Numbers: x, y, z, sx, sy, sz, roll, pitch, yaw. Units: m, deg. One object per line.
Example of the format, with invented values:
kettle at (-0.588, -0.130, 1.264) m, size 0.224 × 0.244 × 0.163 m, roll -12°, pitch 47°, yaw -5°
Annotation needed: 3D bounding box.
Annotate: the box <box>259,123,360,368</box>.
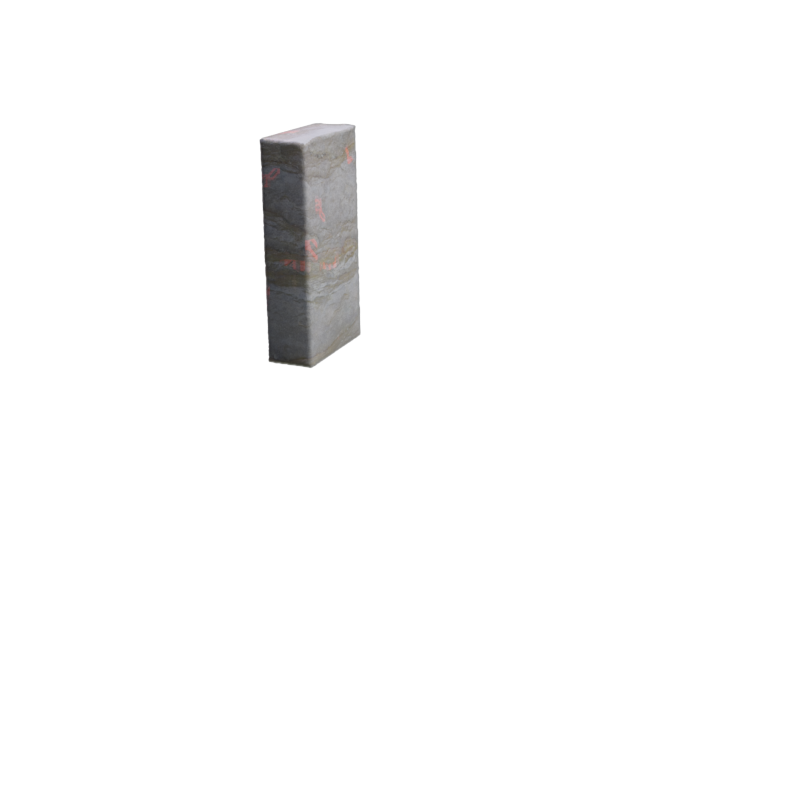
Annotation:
box at (-0.068, -0.124, 0.870) m, size 0.050 × 0.170 × 0.094 m, roll 8°, pitch 18°, yaw 22°
